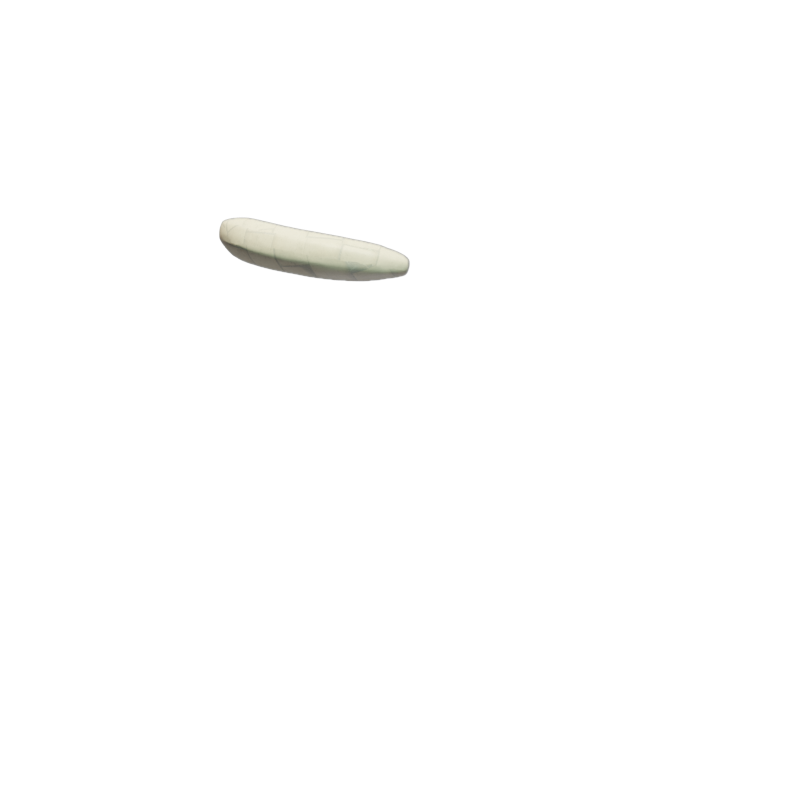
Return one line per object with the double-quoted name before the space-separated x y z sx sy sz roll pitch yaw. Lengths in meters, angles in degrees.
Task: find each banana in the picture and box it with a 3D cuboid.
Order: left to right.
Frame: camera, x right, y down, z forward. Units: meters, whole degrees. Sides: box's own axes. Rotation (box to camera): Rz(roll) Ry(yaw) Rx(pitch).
"banana" -0.088 -0.130 0.930 0.209 0.035 0.069 19 28 37
